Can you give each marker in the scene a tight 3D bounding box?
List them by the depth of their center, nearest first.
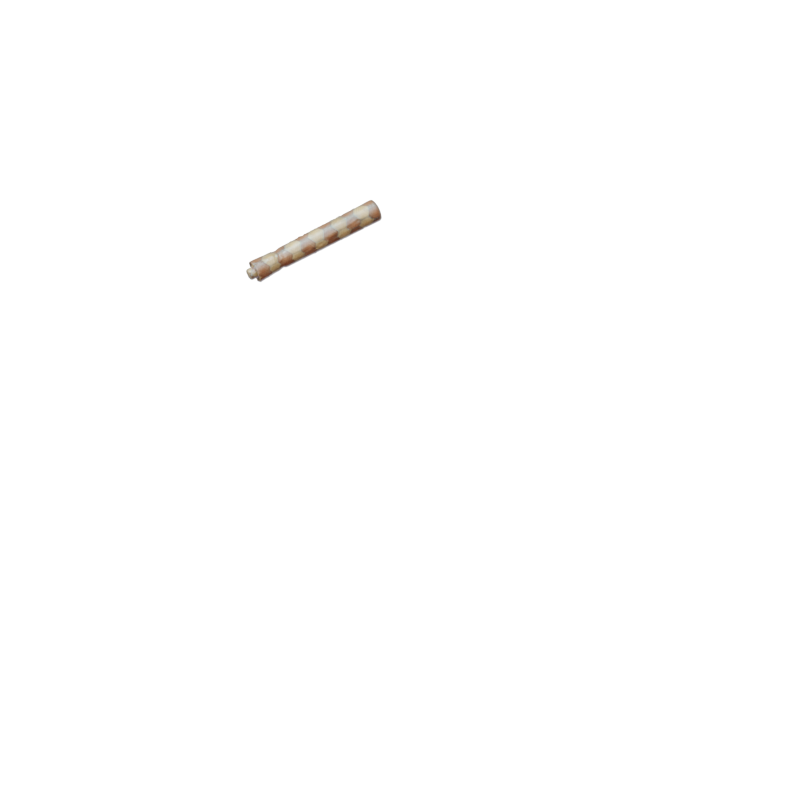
[{"bbox_3d":[-0.071,-0.129,0.904,0.121,0.019,0.020,-29,13,-15],"label":"marker"}]
